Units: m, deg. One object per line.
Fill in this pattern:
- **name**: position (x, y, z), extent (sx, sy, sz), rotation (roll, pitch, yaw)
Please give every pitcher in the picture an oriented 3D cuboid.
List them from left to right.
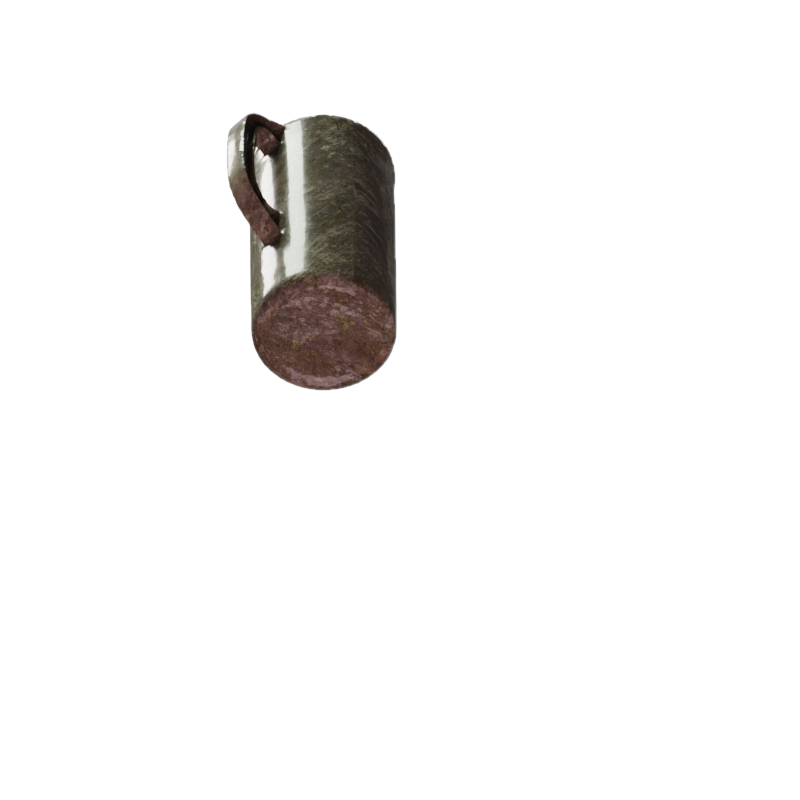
- **pitcher**: position (-0.071, -0.130, 0.908), extent (0.148, 0.136, 0.260), rotation (2, 37, -5)
